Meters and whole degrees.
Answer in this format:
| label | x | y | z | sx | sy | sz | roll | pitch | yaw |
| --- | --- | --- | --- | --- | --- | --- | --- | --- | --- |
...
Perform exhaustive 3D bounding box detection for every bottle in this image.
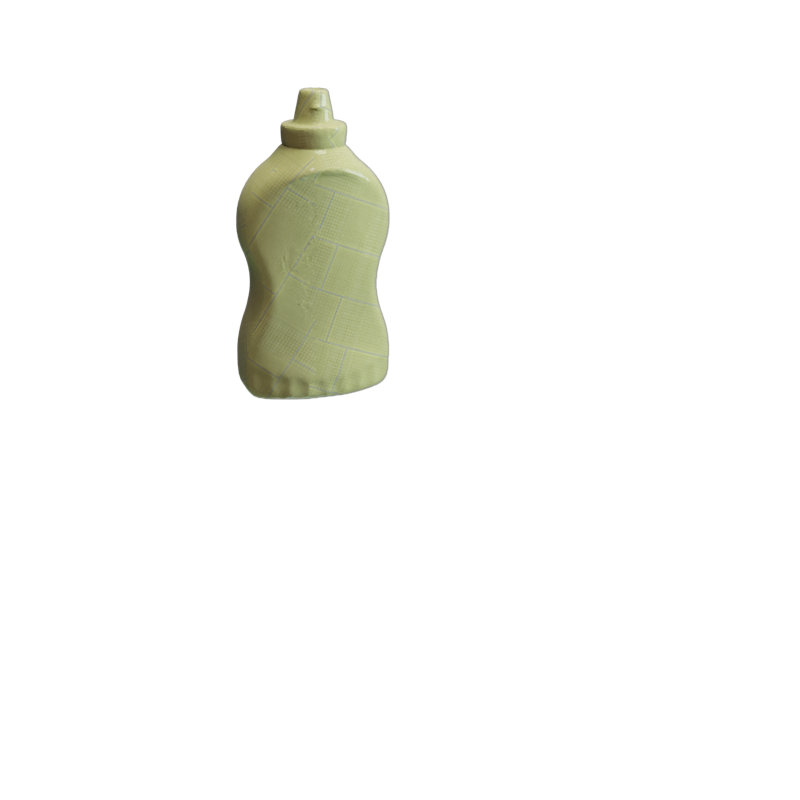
| label | x | y | z | sx | sy | sz | roll | pitch | yaw |
| --- | --- | --- | --- | --- | --- | --- | --- | --- | --- |
| bottle | -0.054 | -0.099 | 0.695 | 0.094 | 0.185 | 0.062 | -4 | 16 | -17 |
